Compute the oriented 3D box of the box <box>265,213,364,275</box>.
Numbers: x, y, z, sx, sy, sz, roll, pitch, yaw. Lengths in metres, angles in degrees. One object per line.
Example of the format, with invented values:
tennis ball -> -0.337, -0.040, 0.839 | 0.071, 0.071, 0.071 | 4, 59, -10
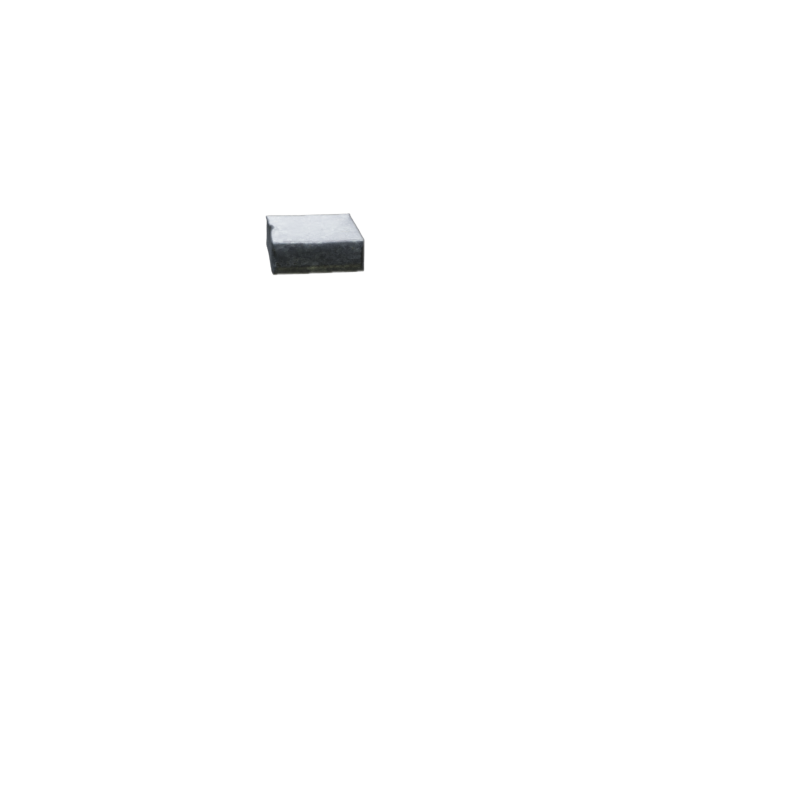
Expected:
box -> -0.071, -0.129, 0.901 | 0.072, 0.029, 0.094 | -3, 23, -7
